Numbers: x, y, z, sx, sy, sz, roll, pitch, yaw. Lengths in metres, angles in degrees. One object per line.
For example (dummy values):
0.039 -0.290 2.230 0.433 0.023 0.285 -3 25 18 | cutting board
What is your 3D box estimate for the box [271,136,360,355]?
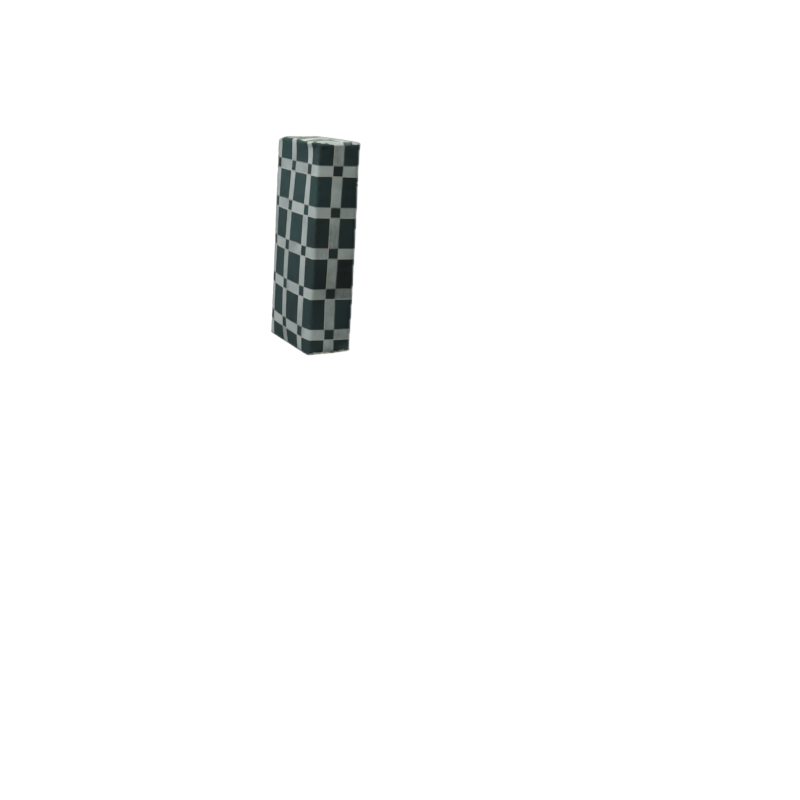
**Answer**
-0.074 -0.134 0.941 0.047 0.173 0.098 -4 11 -25 | box
